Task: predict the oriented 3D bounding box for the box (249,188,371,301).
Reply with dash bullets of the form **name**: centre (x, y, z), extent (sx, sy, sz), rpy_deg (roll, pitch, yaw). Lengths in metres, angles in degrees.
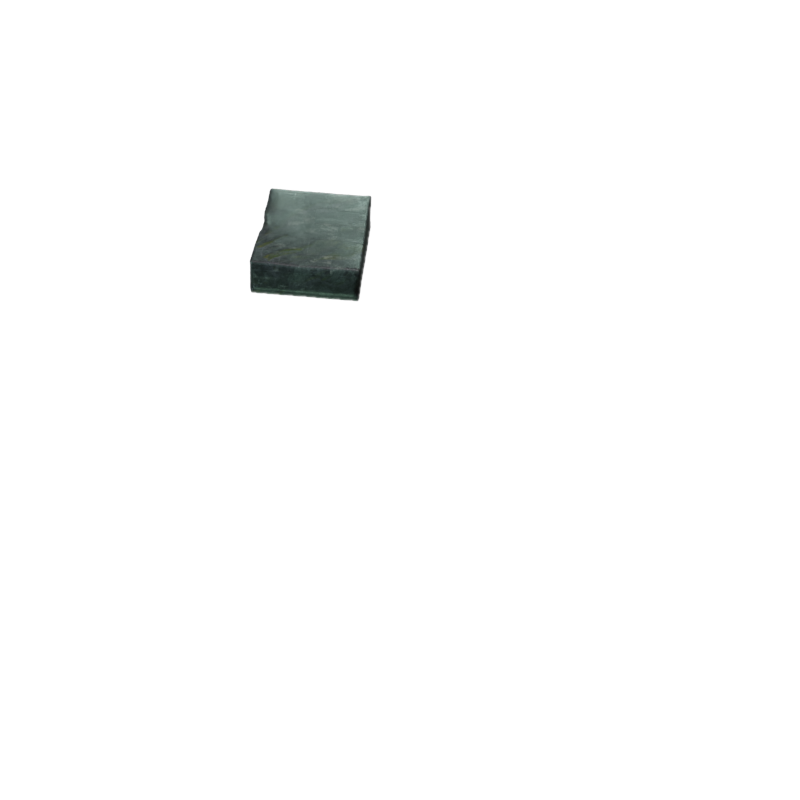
- **box**: centre (-0.059, -0.108, 0.758), extent (0.074, 0.028, 0.095), rpy_deg (4, 42, 4)
